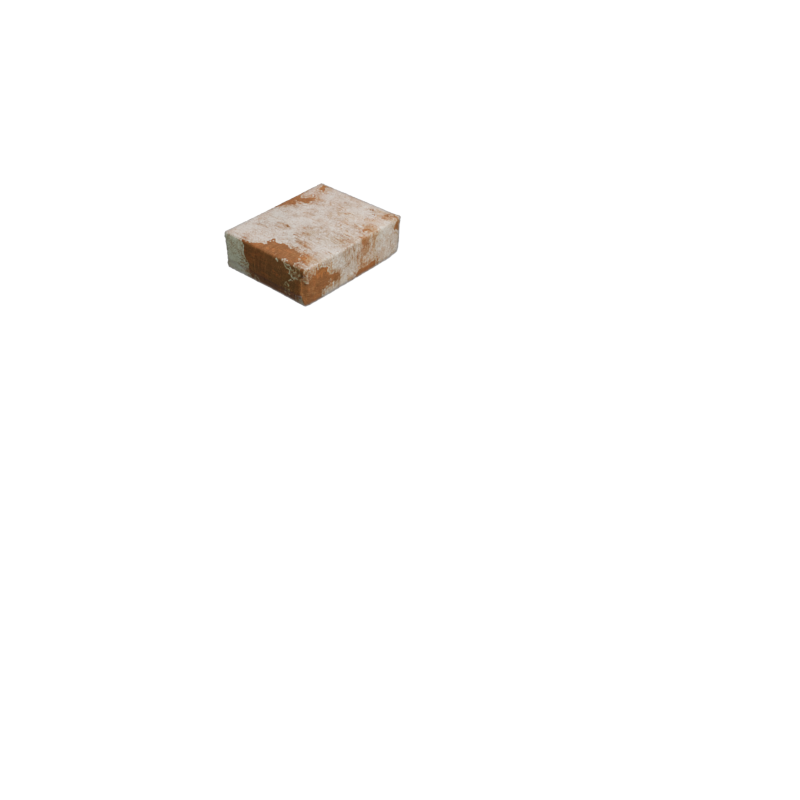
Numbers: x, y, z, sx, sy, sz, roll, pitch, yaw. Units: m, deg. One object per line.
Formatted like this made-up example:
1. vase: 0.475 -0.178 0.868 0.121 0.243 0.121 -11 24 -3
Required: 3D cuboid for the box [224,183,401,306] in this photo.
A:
1. box: -0.069 -0.126 0.881 0.096 0.036 0.114 28 43 33
